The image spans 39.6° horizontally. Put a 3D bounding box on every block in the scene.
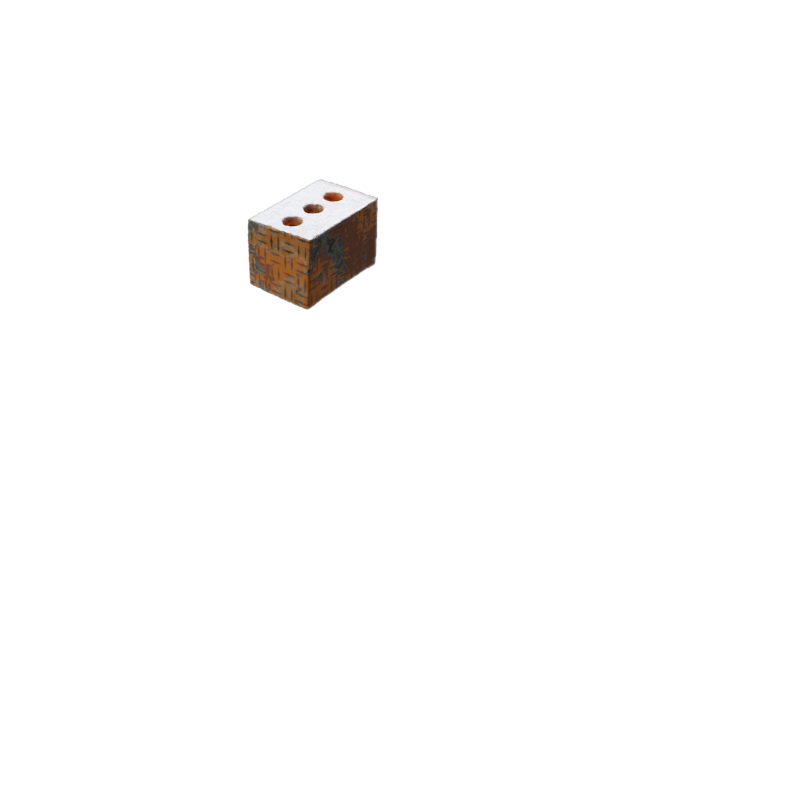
[{"bbox_3d":[-0.058,-0.106,0.740,0.056,0.048,0.079,22,39,28],"label":"block"}]
